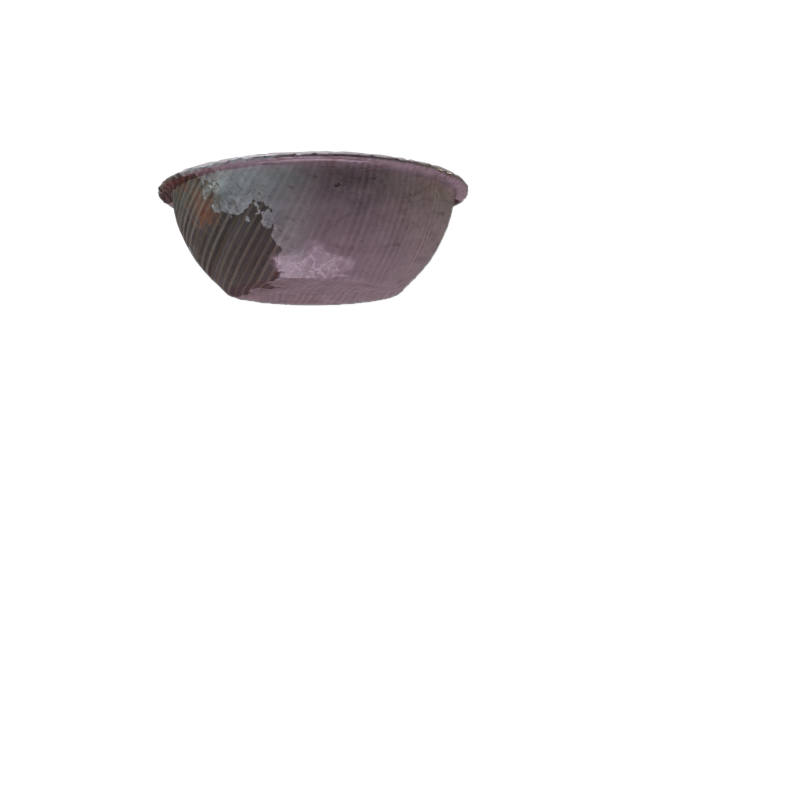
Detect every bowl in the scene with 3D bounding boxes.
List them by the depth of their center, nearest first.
[{"bbox_3d":[-0.045,-0.082,0.577,0.162,0.056,0.159,0,-4,-2],"label":"bowl"}]
